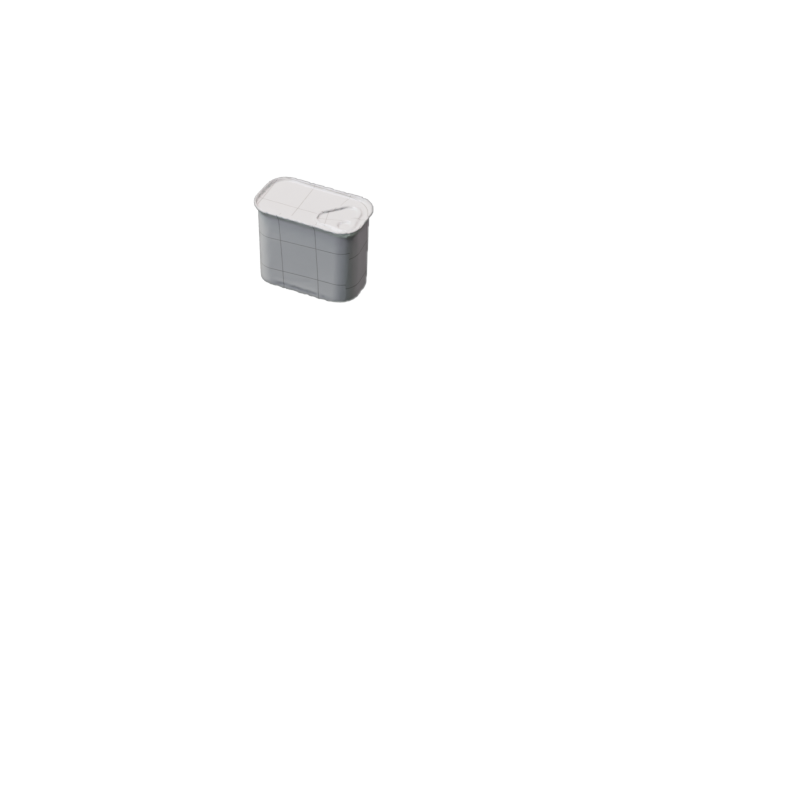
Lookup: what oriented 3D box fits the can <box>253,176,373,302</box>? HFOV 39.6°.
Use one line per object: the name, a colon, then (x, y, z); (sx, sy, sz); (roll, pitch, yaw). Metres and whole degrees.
can: (-0.077, -0.140, 0.982); (0.106, 0.078, 0.059); (18, 43, 18)
